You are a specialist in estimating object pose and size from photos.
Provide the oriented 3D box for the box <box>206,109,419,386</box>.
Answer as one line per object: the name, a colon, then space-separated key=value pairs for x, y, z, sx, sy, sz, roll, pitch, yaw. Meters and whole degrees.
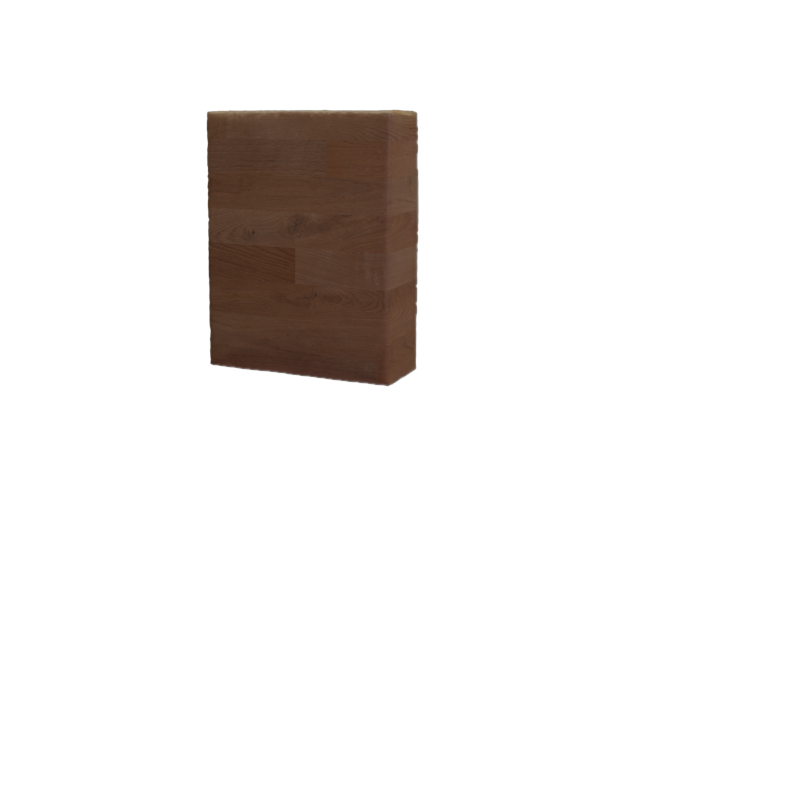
box: x=-0.071 y=-0.129 z=0.905 sx=0.170 sy=0.210 sz=0.071 roll=5 pitch=9 yaw=24
